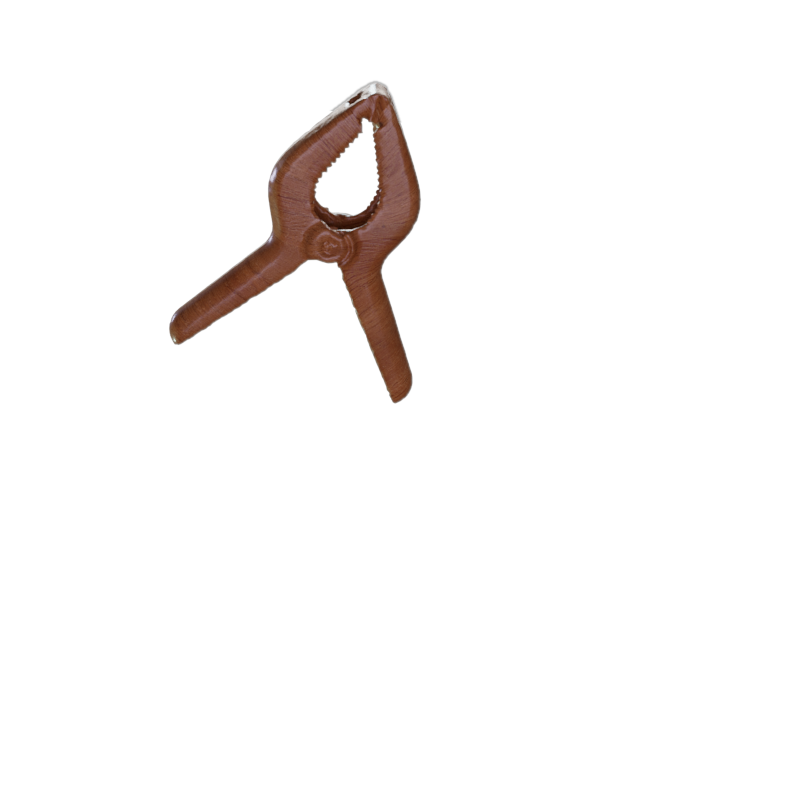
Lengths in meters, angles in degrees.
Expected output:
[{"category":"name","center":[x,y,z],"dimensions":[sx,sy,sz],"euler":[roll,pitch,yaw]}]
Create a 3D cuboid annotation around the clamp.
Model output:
[{"category":"clamp","center":[-0.055,-0.100,0.698],"dimensions":[0.163,0.200,0.038],"euler":[10,25,-5]}]
